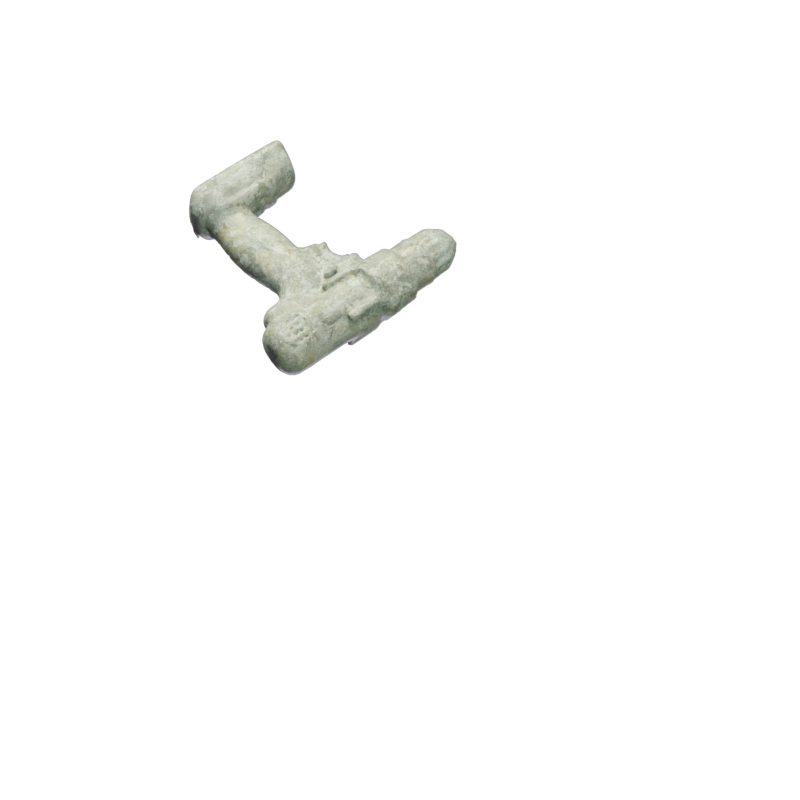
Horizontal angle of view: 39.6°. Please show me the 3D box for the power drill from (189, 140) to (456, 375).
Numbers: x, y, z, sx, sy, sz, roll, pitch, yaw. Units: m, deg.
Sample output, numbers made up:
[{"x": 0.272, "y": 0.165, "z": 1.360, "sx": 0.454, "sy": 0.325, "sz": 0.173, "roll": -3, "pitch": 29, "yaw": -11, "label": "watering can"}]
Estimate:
[{"x": -0.072, "y": -0.132, "z": 0.924, "sx": 0.185, "sy": 0.200, "sz": 0.054, "roll": -34, "pitch": -27, "yaw": -20, "label": "power drill"}]
